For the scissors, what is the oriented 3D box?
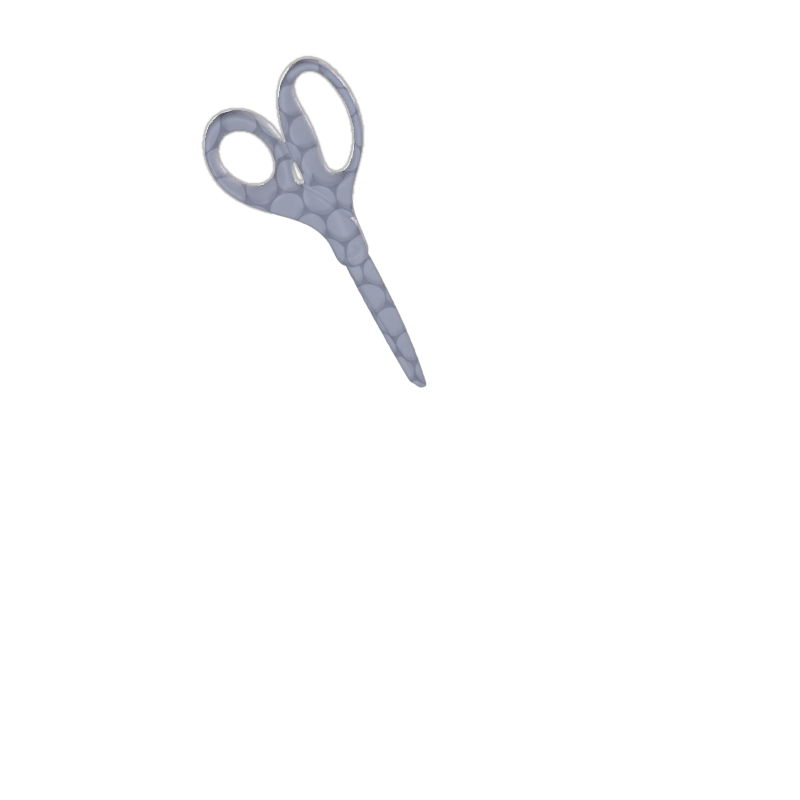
[{"bbox_3d":[-0.048,-0.088,0.618,0.096,0.192,0.016,-10,20,3],"label":"scissors"}]
